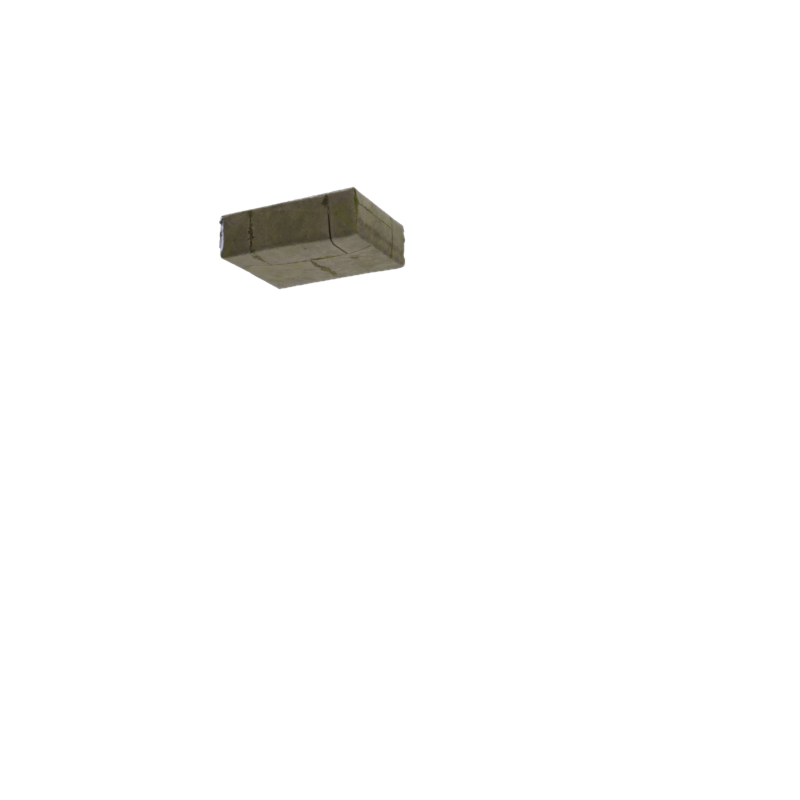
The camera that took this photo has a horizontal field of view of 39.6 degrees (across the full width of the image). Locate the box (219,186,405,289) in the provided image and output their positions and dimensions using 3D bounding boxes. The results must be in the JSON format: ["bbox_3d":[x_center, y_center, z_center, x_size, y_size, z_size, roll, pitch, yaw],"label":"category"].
[{"bbox_3d":[-0.065,-0.118,0.823,0.116,0.040,0.085,-5,-13,24],"label":"box"}]
